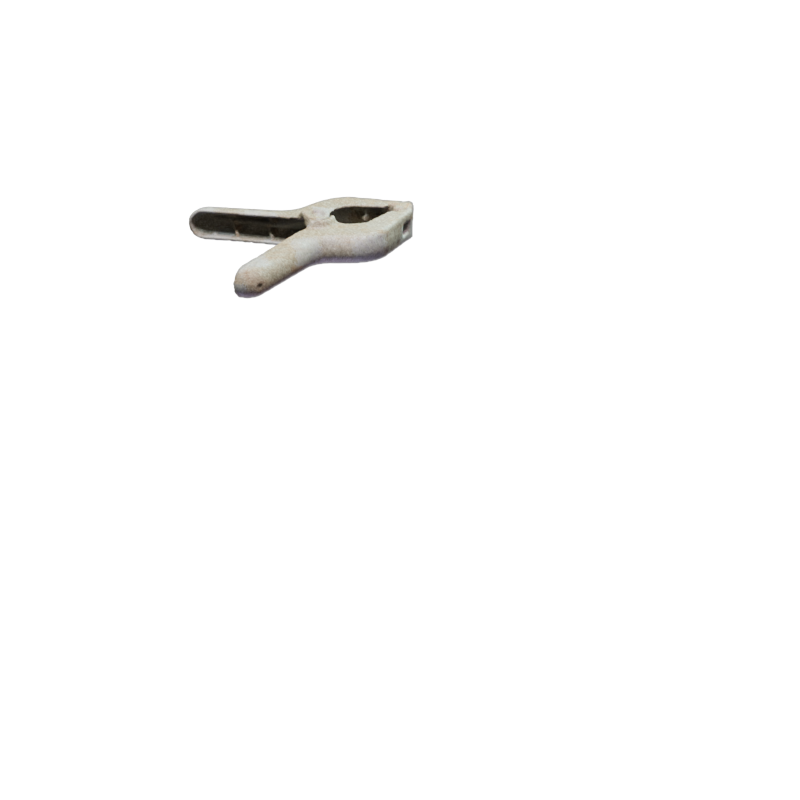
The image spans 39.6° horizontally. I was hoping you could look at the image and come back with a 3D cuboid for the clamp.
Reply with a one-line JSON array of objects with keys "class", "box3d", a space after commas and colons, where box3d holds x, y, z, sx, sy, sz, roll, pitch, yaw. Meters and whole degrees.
[{"class": "clamp", "box3d": [-0.065, -0.118, 0.825, 0.169, 0.037, 0.130, -10, 39, -12]}]
